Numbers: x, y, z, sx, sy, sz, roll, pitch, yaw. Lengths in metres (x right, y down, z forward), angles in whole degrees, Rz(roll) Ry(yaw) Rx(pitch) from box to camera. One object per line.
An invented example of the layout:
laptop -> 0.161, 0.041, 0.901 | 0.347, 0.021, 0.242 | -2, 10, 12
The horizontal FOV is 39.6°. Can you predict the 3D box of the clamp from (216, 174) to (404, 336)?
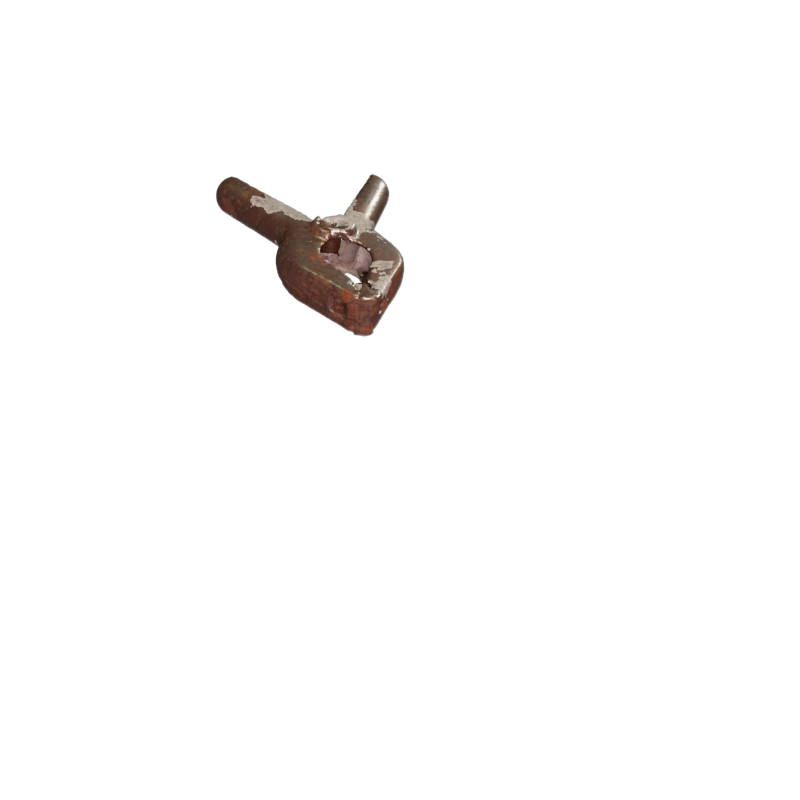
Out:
clamp -> -0.055, -0.101, 0.705 | 0.119, 0.037, 0.184 | -4, 34, -7
